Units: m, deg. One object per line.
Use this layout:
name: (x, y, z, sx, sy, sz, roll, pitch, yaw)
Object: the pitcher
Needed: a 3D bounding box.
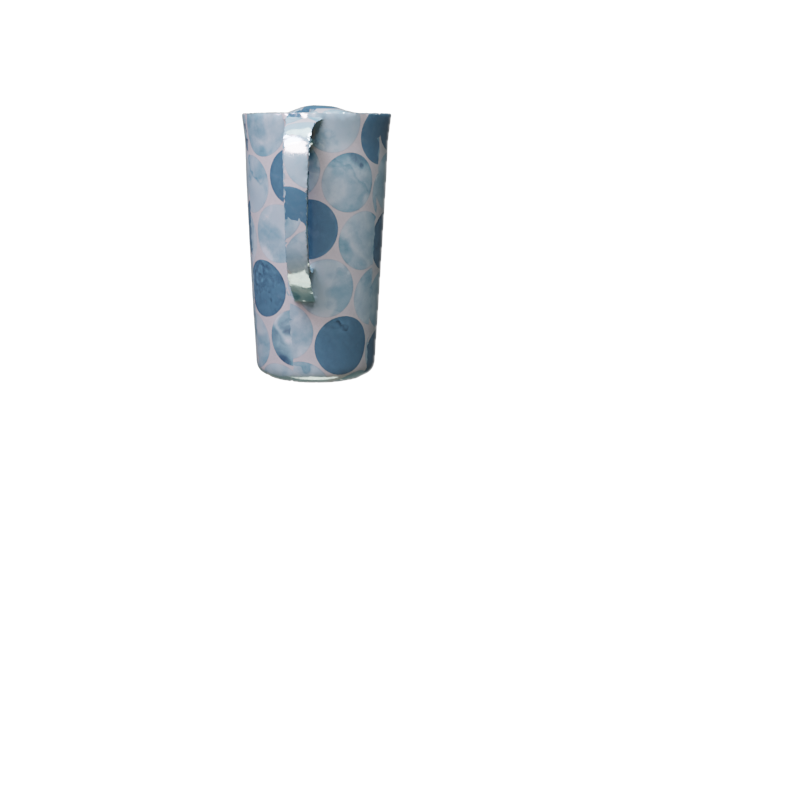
pitcher: (-0.078, -0.142, 0.994, 0.144, 0.240, 0.152, -5, 9, -39)
